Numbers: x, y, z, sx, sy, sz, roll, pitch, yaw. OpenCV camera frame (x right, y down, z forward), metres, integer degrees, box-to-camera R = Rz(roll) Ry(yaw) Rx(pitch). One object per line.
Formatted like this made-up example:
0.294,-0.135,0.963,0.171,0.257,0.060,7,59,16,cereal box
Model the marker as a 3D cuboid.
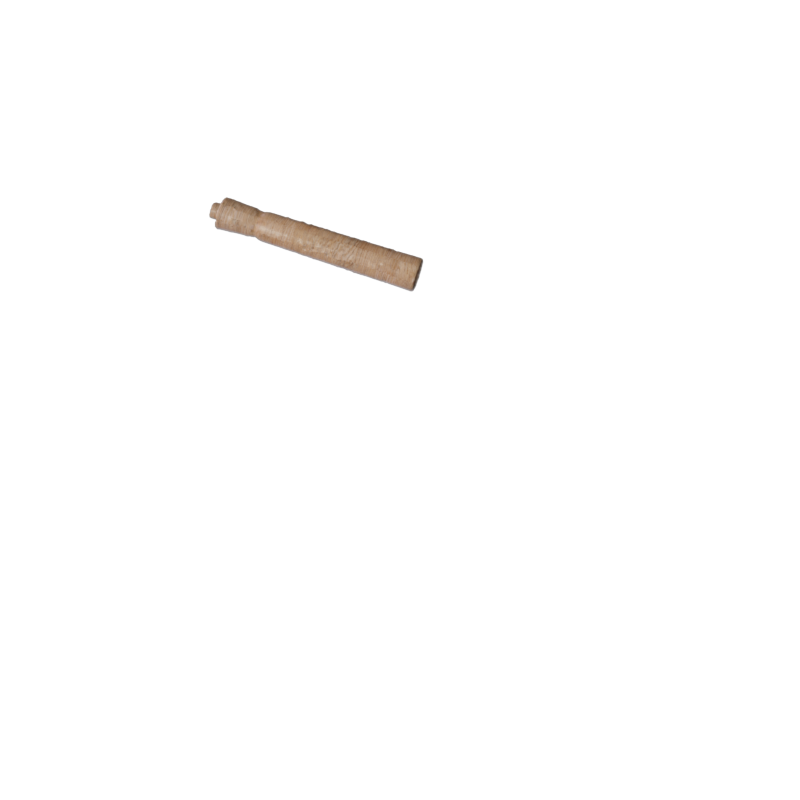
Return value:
-0.048,-0.087,0.608,0.124,0.020,0.019,19,7,11,marker
